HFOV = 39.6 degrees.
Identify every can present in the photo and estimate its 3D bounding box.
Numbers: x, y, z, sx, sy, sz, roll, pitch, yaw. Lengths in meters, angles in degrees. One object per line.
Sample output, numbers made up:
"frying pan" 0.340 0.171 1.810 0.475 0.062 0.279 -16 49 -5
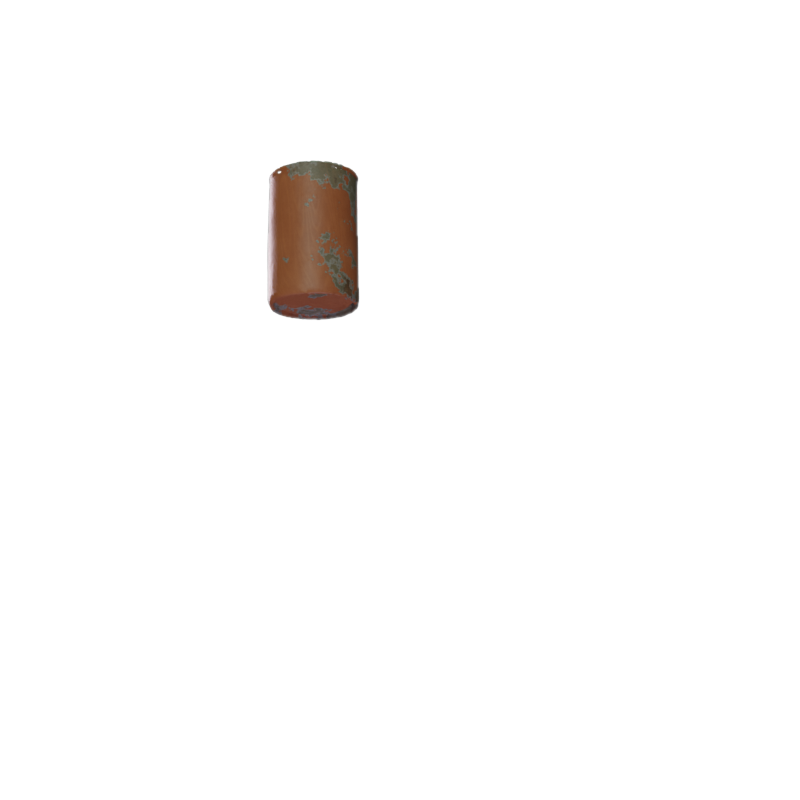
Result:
"can" -0.064 -0.118 0.823 0.068 0.107 0.066 0 -19 -2
